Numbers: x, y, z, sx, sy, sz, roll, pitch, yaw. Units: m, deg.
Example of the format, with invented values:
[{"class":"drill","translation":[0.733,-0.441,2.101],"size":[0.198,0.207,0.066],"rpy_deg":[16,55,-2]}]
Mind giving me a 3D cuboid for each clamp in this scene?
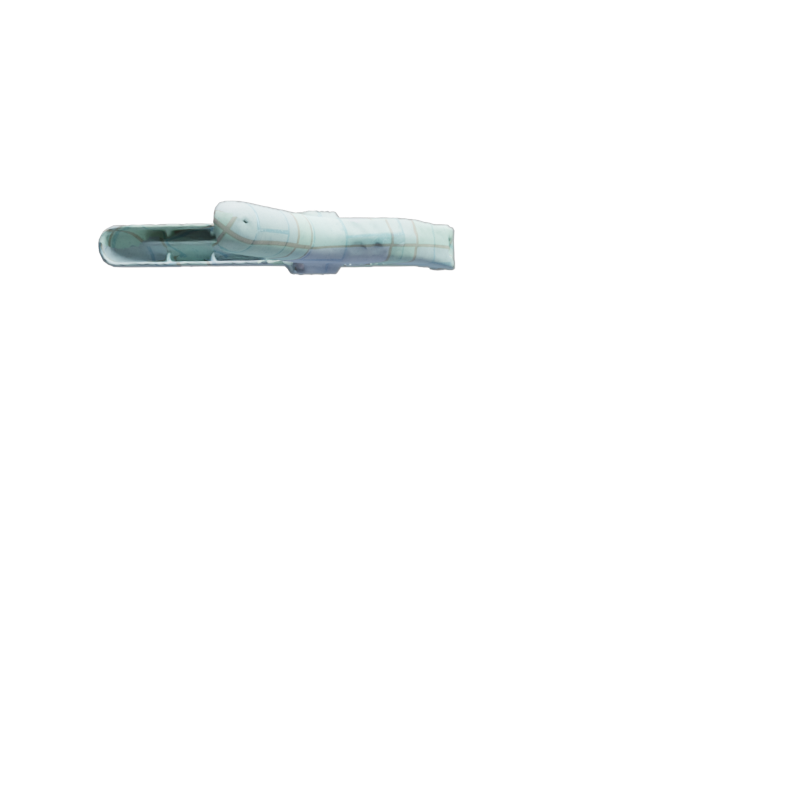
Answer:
[{"class":"clamp","translation":[-0.049,-0.090,0.628],"size":[0.204,0.036,0.170],"rpy_deg":[-2,5,-26]}]
